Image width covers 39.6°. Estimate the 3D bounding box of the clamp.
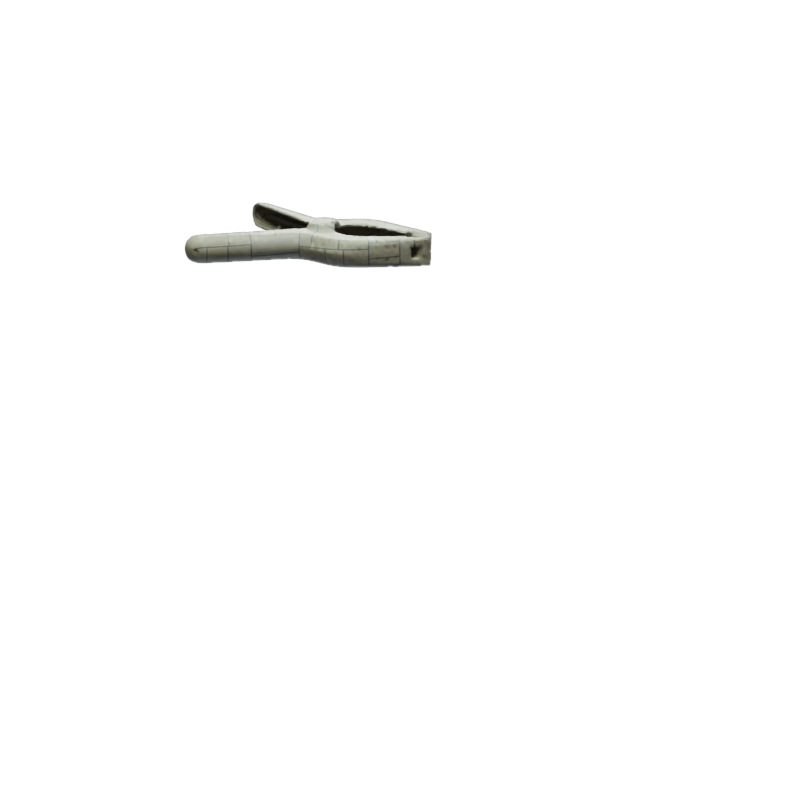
[{"bbox_3d":[-0.078,-0.143,0.999,0.218,0.035,0.166,10,24,23],"label":"clamp"}]
